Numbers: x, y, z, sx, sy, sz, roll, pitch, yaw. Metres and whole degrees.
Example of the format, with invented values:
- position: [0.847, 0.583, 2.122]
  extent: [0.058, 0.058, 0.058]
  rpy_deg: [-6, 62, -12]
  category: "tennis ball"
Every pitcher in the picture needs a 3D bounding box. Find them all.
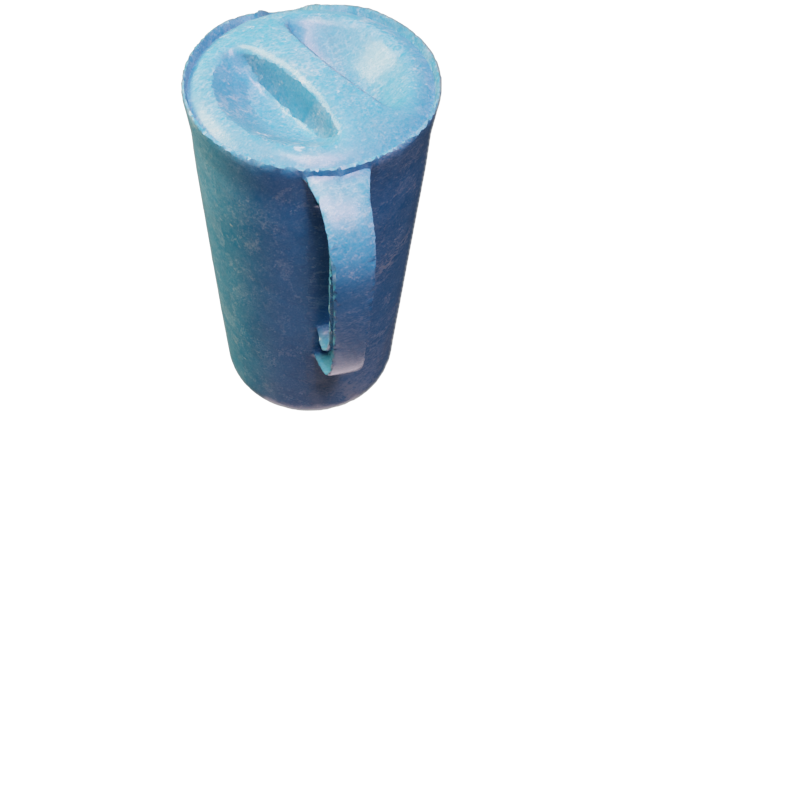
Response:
- position: [-0.050, -0.092, 0.644]
  extent: [0.151, 0.154, 0.227]
  rpy_deg: [26, -34, 16]
  category: "pitcher"
